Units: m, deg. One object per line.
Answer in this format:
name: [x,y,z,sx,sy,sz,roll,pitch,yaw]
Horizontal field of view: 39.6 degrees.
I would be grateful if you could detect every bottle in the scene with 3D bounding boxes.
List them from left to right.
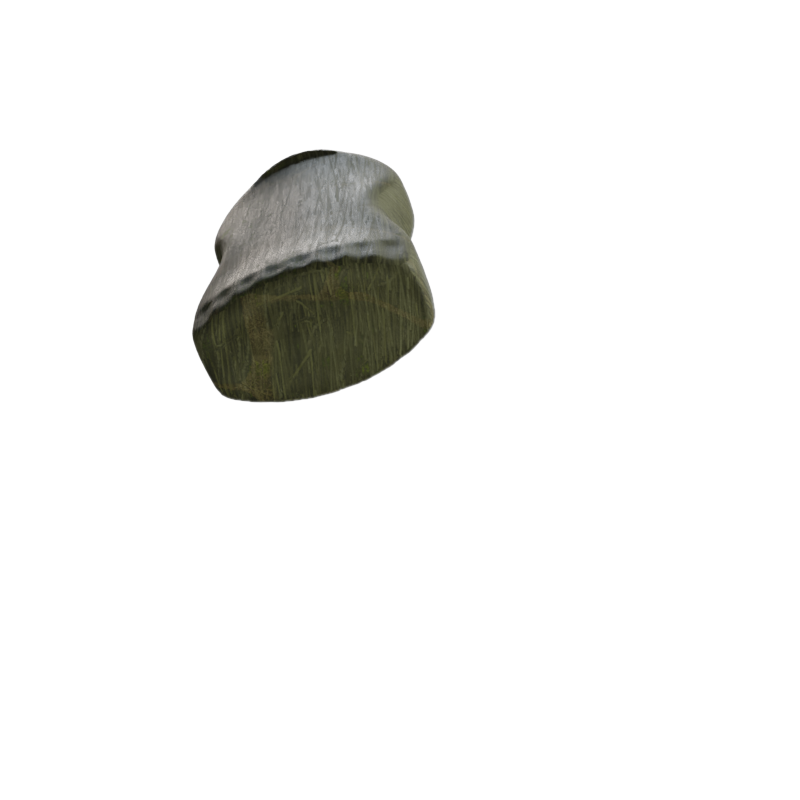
bottle: [-0.041,-0.074,0.520,0.096,0.055,0.203,-21,28,8]
